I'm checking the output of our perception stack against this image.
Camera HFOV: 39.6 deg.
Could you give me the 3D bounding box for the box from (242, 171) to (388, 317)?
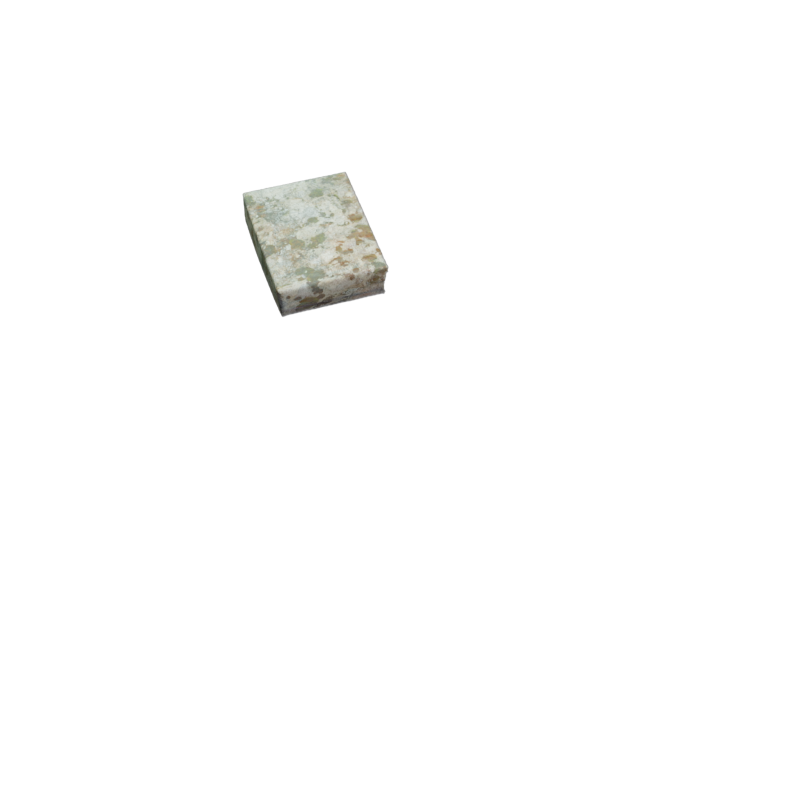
[{"bbox_3d":[-0.070,-0.127,0.891,0.089,0.122,0.036,-15,-35,-11],"label":"box"}]
